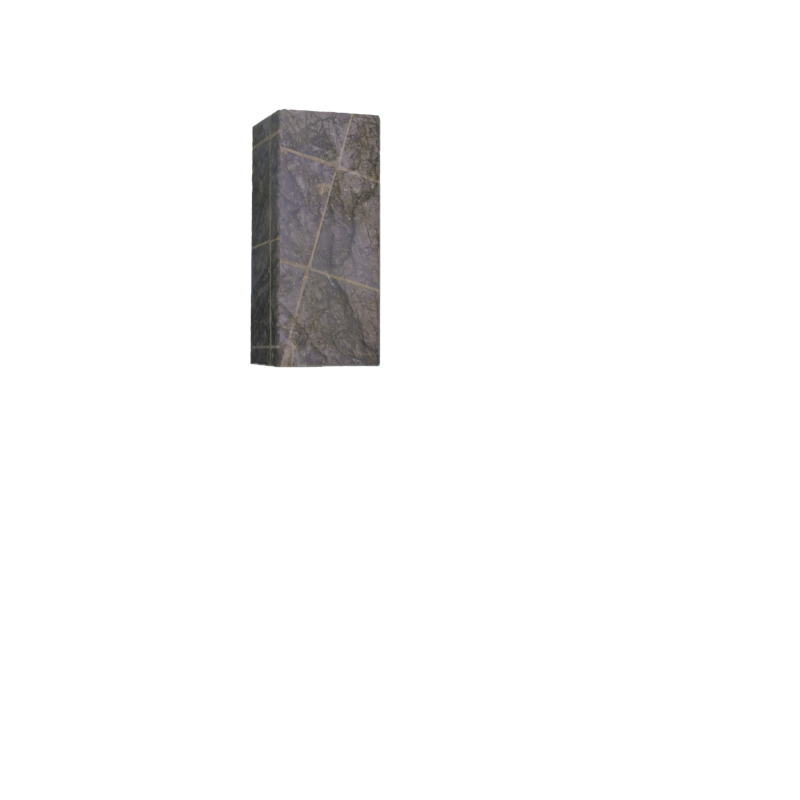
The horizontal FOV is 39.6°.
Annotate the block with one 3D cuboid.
[{"bbox_3d":[-0.072,-0.133,0.931,0.088,0.208,0.092,1,-3,-21],"label":"block"}]
